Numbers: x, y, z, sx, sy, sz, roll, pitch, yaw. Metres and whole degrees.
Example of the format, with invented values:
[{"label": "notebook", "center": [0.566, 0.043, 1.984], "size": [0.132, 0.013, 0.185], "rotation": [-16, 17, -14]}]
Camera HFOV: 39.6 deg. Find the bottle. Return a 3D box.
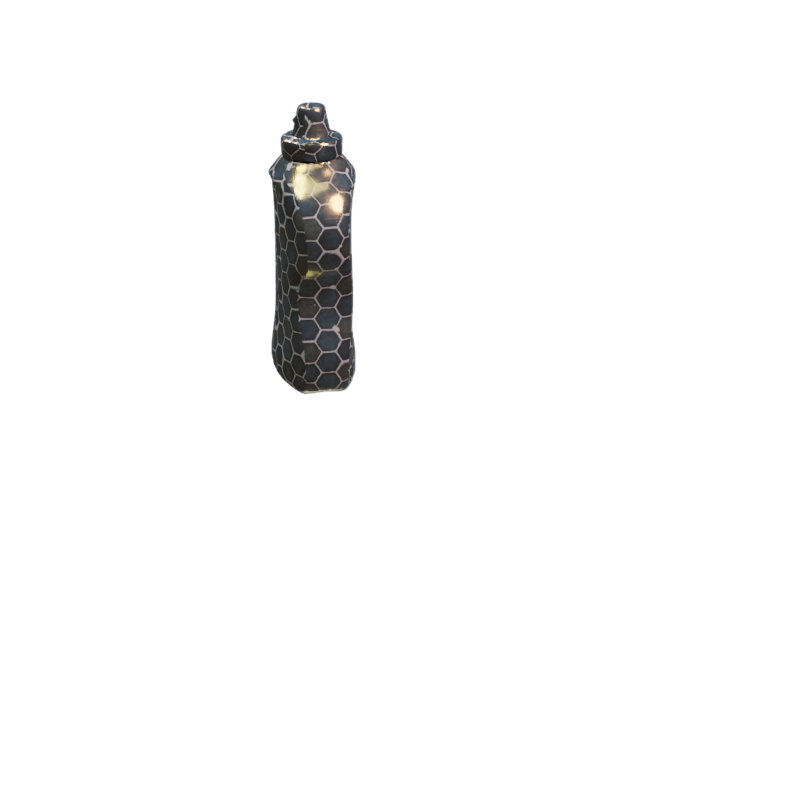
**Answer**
[{"label": "bottle", "center": [-0.060, -0.108, 0.757], "size": [0.058, 0.182, 0.102], "rotation": [-3, 25, -11]}]
